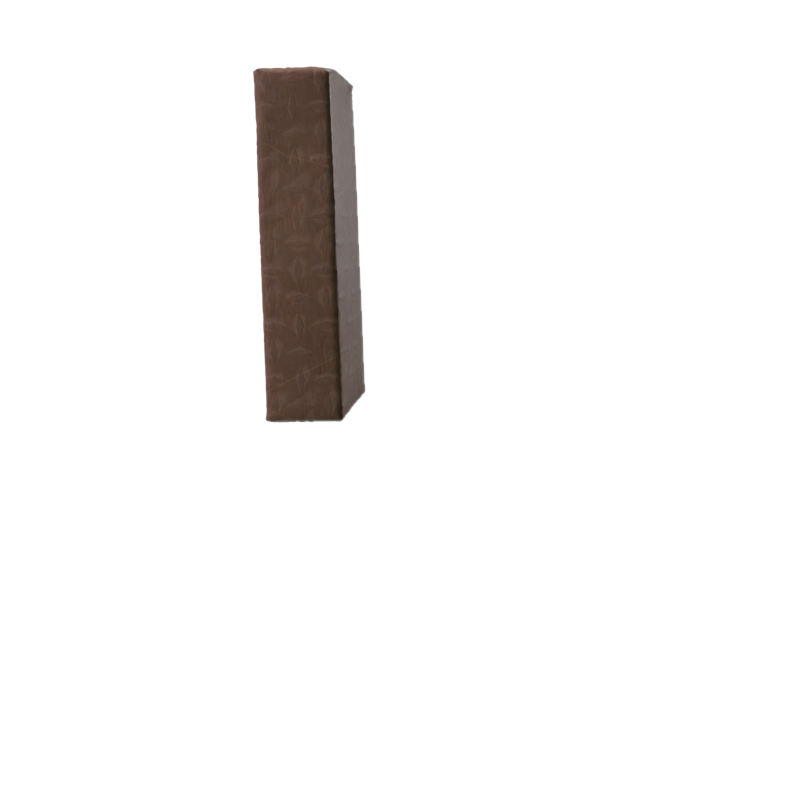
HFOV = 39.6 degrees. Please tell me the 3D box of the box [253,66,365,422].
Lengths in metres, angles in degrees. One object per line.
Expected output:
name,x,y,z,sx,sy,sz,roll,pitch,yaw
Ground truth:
box,-0.046,-0.084,0.588,0.048,0.175,0.093,1,4,6
